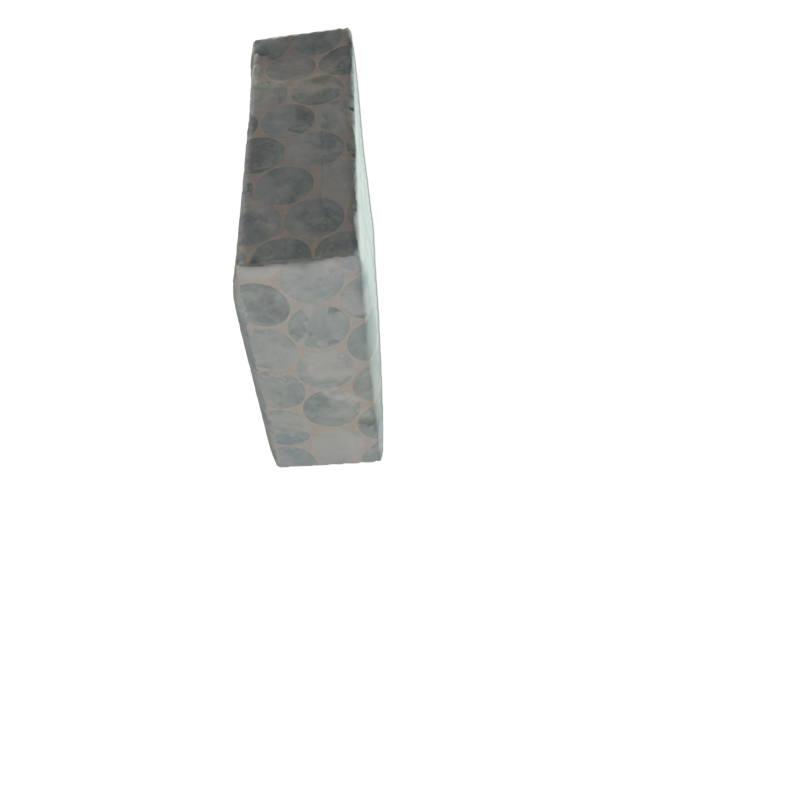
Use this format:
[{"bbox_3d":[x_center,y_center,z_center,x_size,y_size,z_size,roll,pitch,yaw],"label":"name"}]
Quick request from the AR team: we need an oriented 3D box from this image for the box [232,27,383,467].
[{"bbox_3d":[-0.052,-0.095,0.666,0.072,0.230,0.152,-5,-44,1],"label":"box"}]
